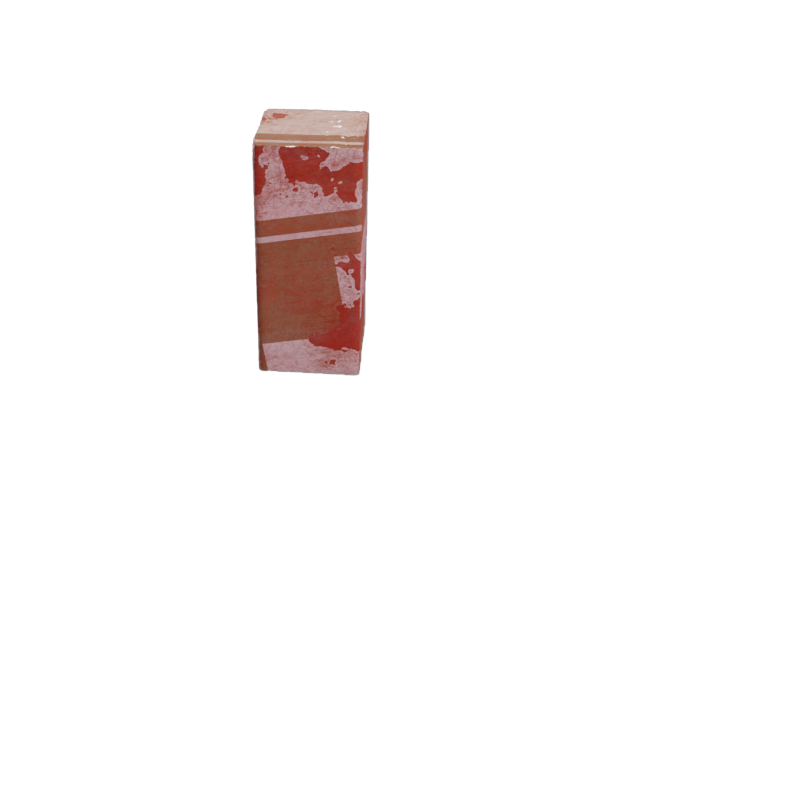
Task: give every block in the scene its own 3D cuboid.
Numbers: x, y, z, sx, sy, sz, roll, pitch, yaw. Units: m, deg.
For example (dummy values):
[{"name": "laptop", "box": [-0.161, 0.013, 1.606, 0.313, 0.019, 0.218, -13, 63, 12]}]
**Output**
[{"name": "block", "box": [-0.074, -0.134, 0.939, 0.090, 0.194, 0.096, 3, 29, 2]}]
